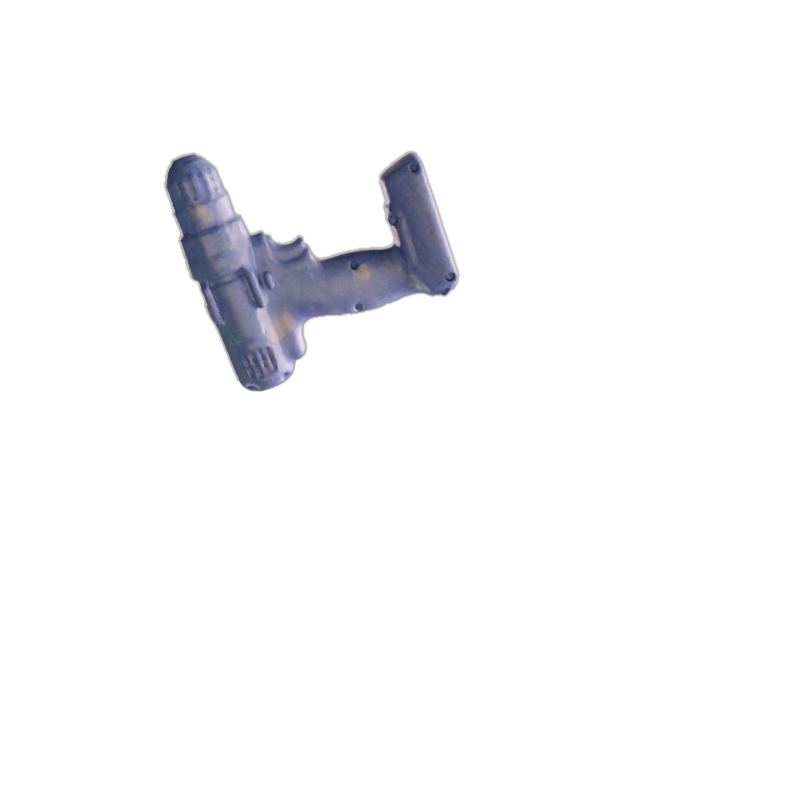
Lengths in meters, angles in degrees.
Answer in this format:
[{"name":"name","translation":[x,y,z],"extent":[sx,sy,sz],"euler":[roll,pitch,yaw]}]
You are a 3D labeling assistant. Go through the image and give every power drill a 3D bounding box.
[{"name":"power drill","translation":[-0.064,-0.117,0.818],"extent":[0.188,0.179,0.059],"euler":[-19,12,4]}]
